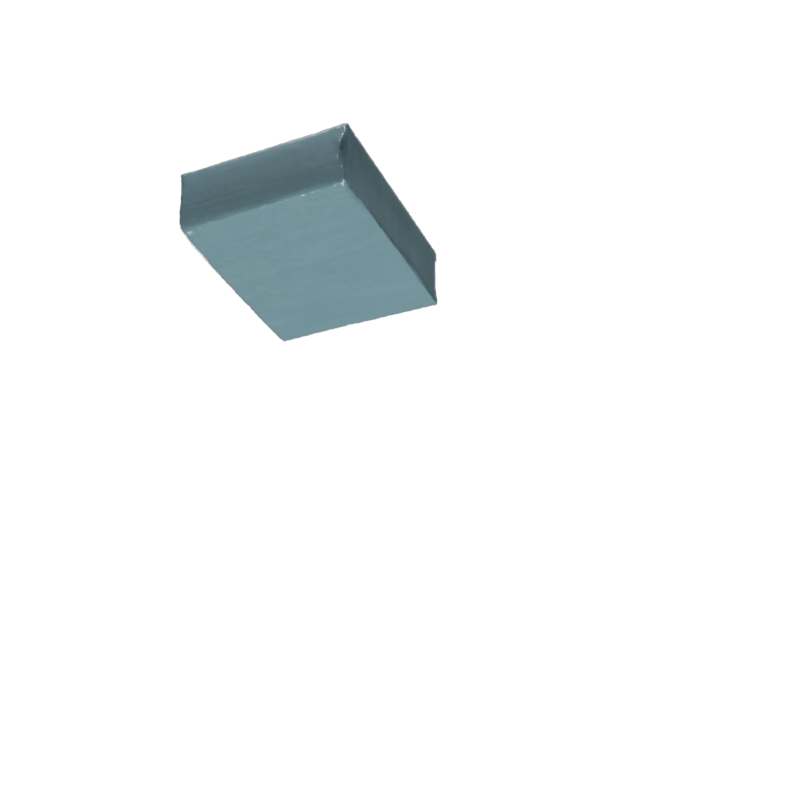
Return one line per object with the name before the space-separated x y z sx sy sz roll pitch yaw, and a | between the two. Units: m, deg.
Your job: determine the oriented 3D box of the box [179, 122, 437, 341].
box | -0.043 -0.078 0.544 0.091 0.041 0.105 -13 -33 21
